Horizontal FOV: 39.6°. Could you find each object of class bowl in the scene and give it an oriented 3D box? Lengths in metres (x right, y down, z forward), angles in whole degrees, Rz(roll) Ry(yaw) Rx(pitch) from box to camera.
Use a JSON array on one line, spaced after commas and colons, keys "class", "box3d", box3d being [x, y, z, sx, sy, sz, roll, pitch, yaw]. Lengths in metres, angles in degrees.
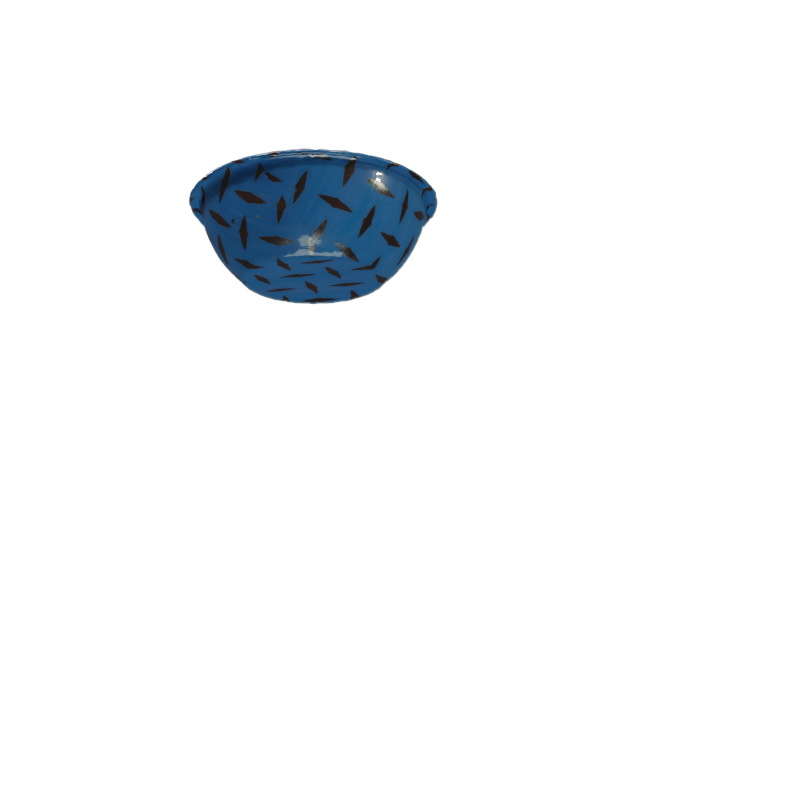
[{"class": "bowl", "box3d": [-0.056, -0.102, 0.716, 0.162, 0.057, 0.155, 0, -16, -2]}]
